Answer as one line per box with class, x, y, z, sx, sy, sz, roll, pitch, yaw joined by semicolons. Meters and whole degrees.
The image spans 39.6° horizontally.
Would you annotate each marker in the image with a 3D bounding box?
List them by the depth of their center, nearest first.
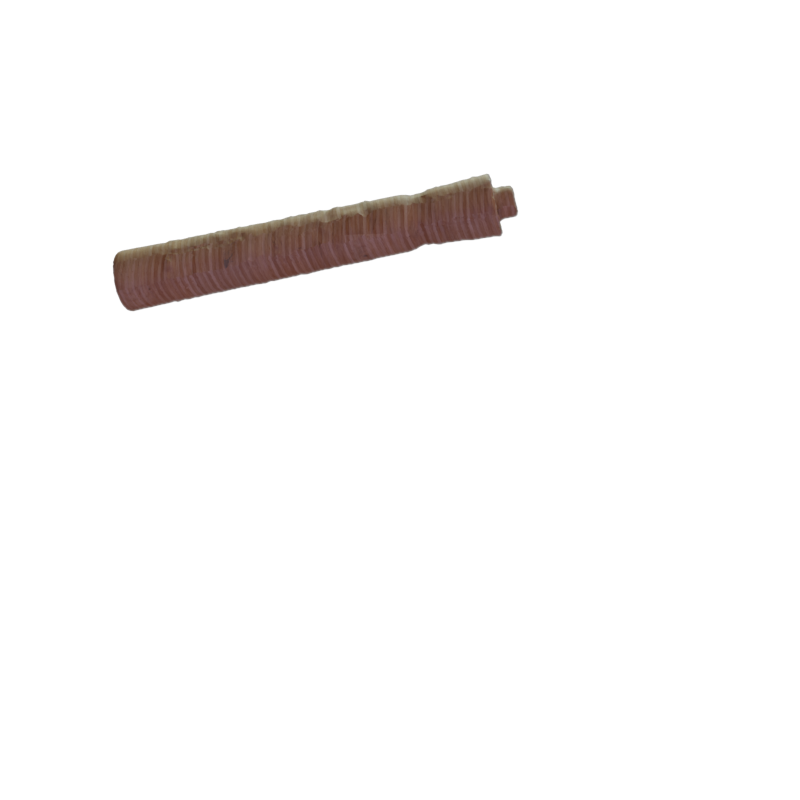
marker;-0.026;-0.047;0.330;0.122;0.020;0.020;-10;3;10
